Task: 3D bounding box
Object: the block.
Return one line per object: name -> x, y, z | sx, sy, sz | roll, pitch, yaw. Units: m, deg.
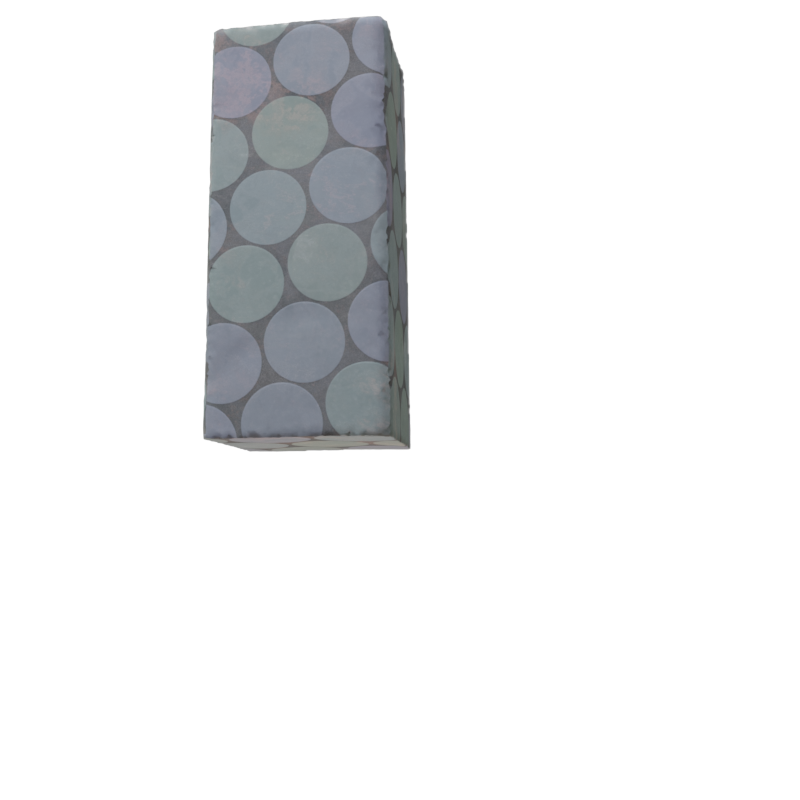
block -> -0.044, -0.082, 0.571 | 0.091, 0.213, 0.087 | -3, -13, 8
